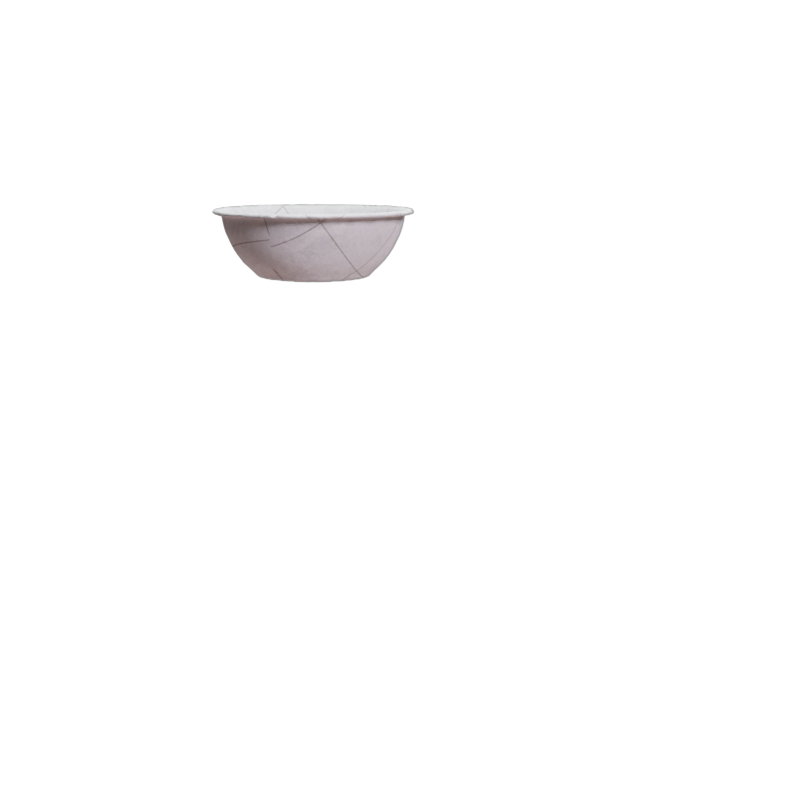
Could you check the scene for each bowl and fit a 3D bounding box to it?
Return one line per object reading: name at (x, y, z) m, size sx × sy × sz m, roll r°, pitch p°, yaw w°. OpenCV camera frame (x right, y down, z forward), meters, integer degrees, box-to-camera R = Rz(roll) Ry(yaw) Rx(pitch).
bowl at (-0.070, -0.127, 0.892) m, size 0.162 × 0.054 × 0.166 m, roll 0°, pitch 12°, yaw -2°
